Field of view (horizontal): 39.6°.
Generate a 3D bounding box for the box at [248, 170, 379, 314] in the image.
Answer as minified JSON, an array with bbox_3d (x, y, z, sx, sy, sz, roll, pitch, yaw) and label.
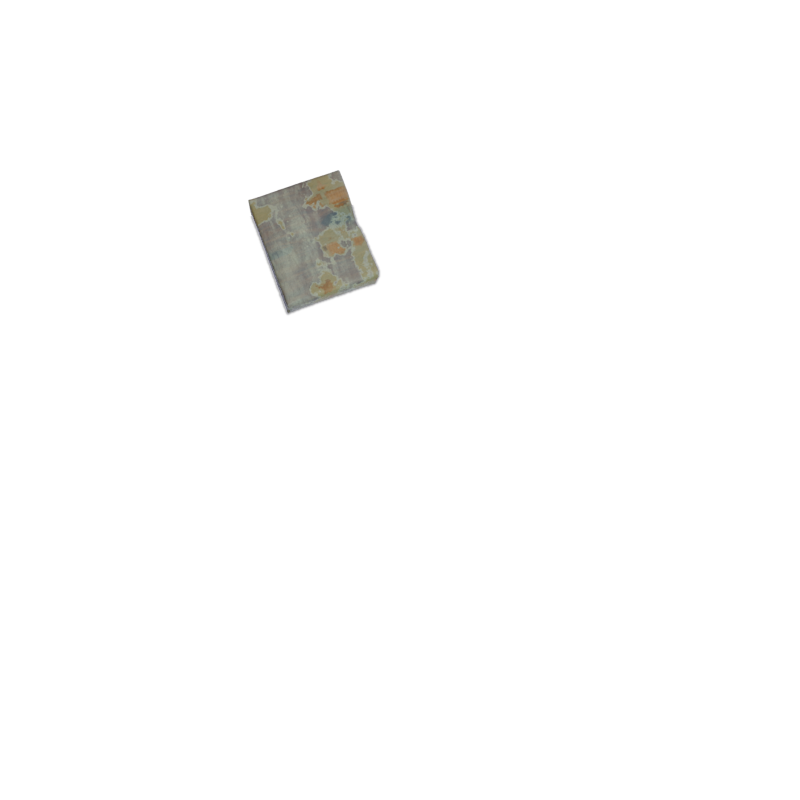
[{"bbox_3d":[-0.065,-0.118,0.827,0.073,0.093,0.029,-19,-14,-6],"label":"box"}]
